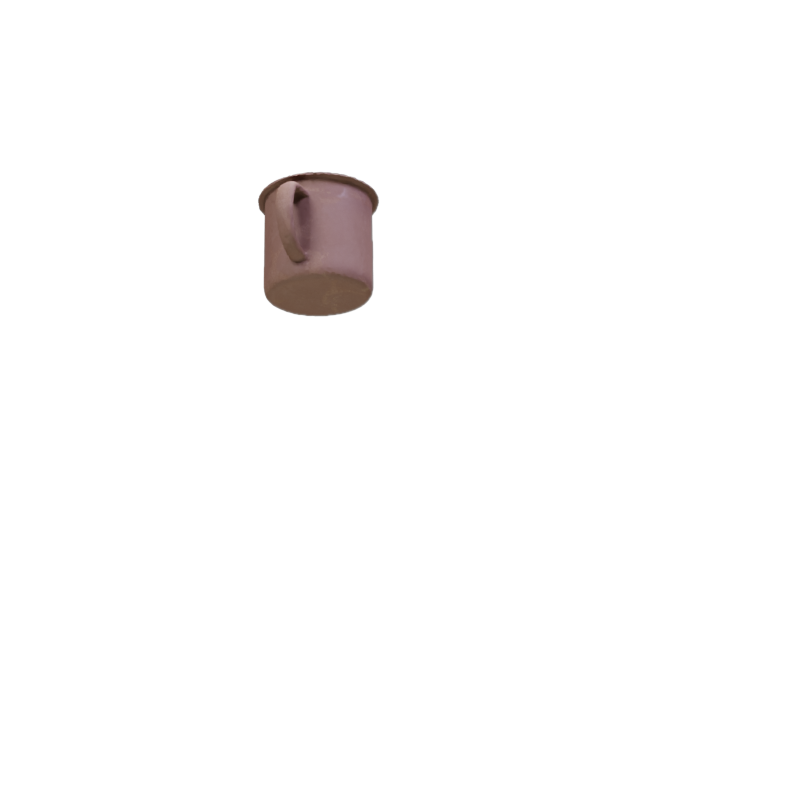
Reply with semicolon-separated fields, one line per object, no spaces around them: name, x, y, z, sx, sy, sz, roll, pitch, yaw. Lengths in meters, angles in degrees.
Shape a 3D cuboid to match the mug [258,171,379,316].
mug;-0.065;-0.118;0.825;0.095;0.086;0.109;-7;-23;15
